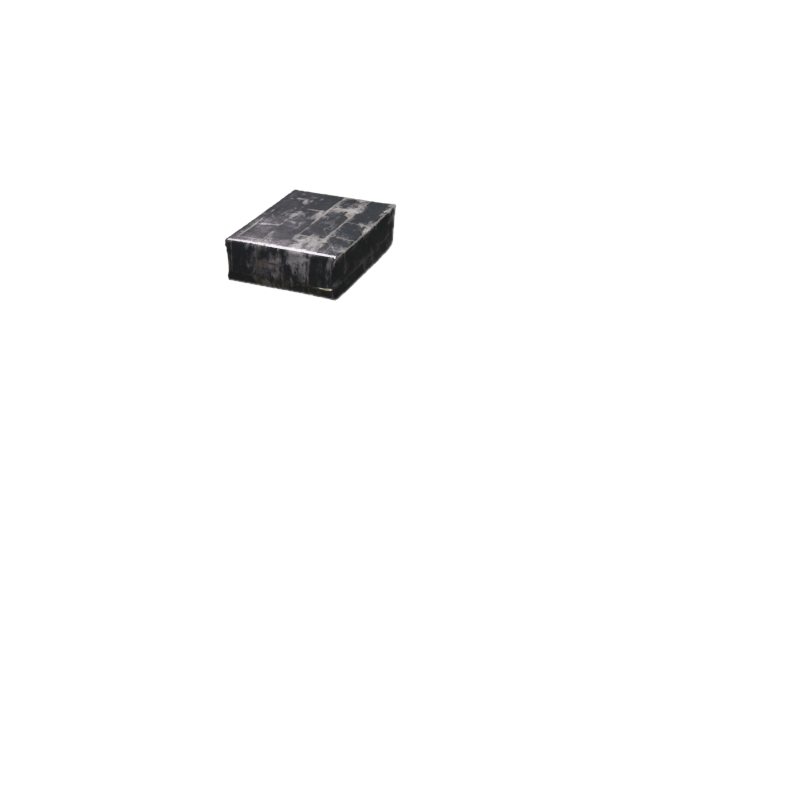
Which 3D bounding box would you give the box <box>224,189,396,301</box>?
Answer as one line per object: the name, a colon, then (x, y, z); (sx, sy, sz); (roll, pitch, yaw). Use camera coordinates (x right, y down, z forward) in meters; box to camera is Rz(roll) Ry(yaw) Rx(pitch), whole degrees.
box: (-0.065, -0.118, 0.830); (0.093, 0.037, 0.116); (12, 30, 21)
